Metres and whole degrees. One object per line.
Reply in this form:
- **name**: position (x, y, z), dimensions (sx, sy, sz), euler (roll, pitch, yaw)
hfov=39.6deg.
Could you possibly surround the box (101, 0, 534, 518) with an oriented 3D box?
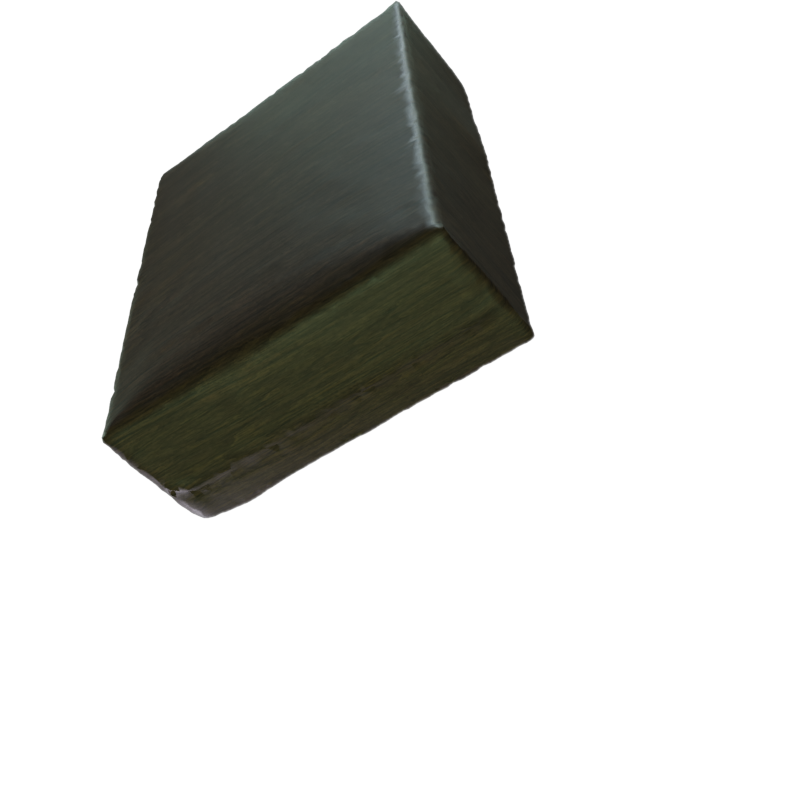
- **box**: position (-0.040, -0.072, 0.506), dimensions (0.163, 0.067, 0.229), euler (-31, 34, 19)
